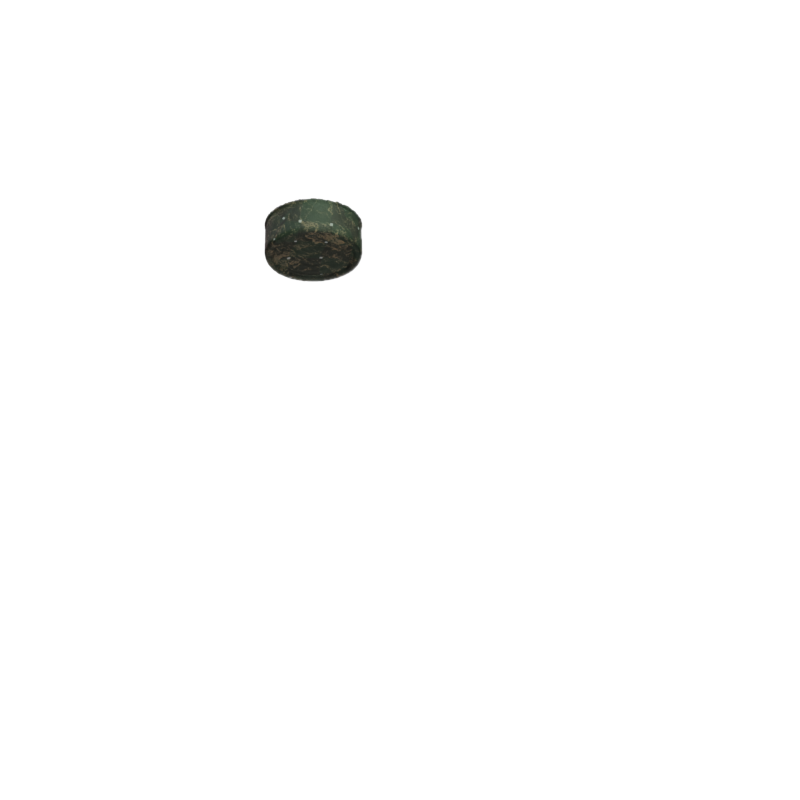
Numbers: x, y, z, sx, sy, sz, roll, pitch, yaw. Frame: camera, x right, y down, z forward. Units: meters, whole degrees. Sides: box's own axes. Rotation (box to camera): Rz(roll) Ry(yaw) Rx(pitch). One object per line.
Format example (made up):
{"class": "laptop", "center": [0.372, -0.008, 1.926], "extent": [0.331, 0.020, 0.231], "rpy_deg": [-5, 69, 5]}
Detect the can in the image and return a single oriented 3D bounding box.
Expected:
{"class": "can", "center": [-0.075, -0.138, 0.964], "extent": [0.086, 0.036, 0.081], "rpy_deg": [1, -27, -2]}
